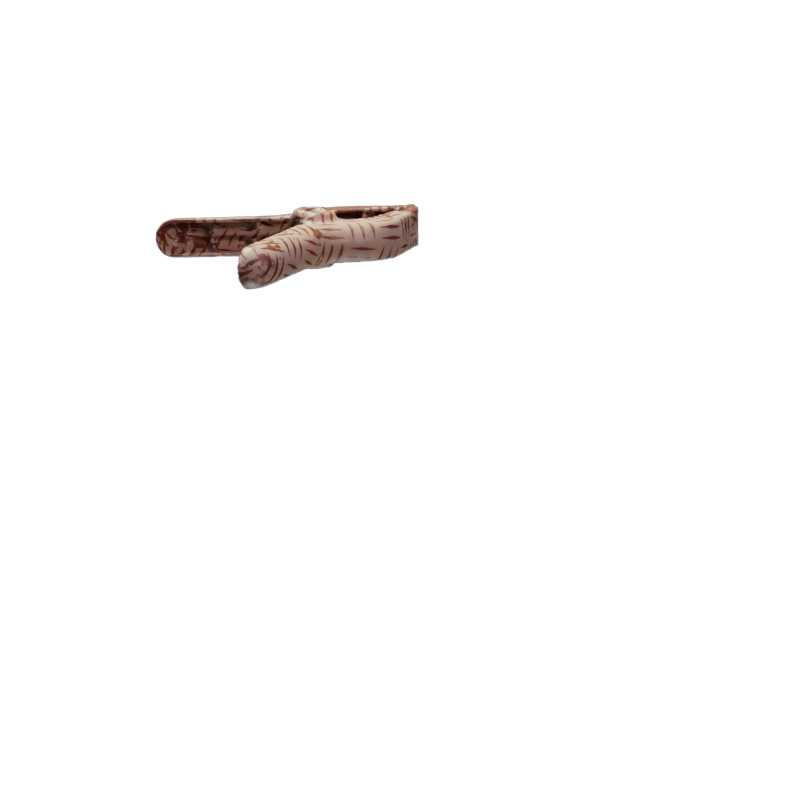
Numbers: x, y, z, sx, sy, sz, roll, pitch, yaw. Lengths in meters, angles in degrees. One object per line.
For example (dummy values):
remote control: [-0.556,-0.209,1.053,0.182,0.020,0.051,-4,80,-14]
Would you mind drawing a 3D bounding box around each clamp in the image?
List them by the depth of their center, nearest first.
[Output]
clamp: [-0.054,-0.098,0.685,0.168,0.037,0.128,-12,27,-23]
